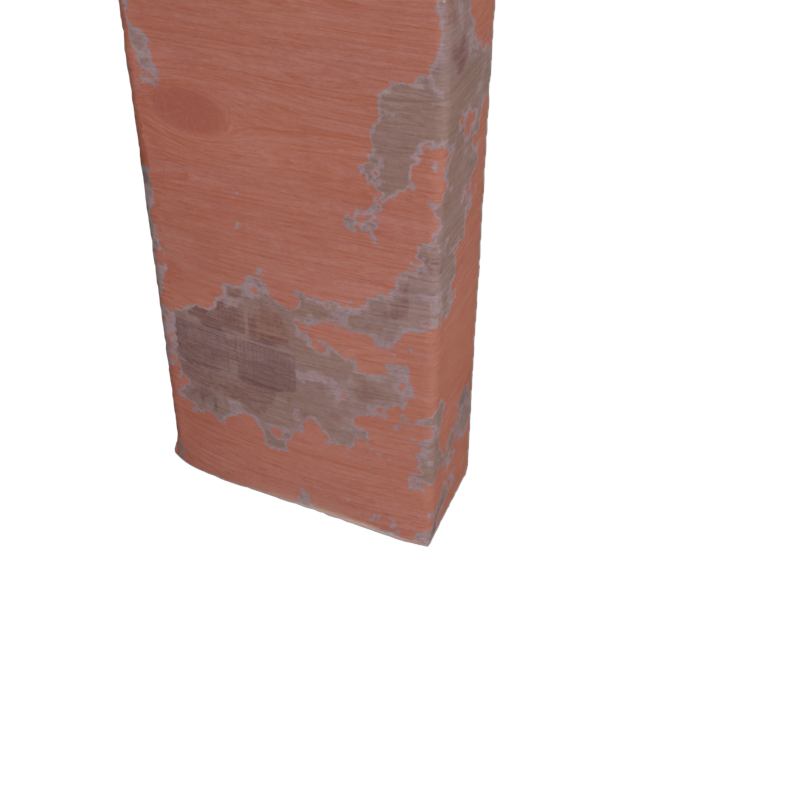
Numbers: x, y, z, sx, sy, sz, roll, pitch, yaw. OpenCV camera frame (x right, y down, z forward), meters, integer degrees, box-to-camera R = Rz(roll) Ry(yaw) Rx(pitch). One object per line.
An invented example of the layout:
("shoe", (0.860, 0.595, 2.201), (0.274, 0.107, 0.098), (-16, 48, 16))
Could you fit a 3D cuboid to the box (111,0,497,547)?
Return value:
("box", (-0.025, -0.046, 0.321), (0.097, 0.165, 0.049), (16, 35, 20))
